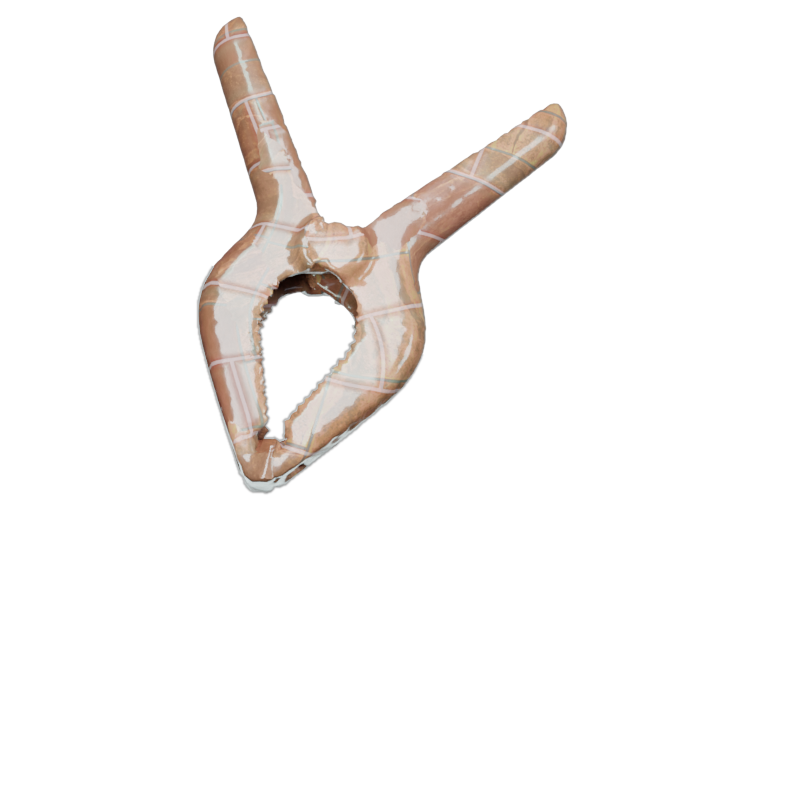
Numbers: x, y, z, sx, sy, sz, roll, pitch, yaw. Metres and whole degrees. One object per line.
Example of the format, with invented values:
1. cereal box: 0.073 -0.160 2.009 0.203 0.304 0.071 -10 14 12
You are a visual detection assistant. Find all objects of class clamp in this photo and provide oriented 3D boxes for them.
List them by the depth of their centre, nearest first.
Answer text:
1. clamp: -0.037 -0.068 0.475 0.168 0.217 0.035 21 -21 8
